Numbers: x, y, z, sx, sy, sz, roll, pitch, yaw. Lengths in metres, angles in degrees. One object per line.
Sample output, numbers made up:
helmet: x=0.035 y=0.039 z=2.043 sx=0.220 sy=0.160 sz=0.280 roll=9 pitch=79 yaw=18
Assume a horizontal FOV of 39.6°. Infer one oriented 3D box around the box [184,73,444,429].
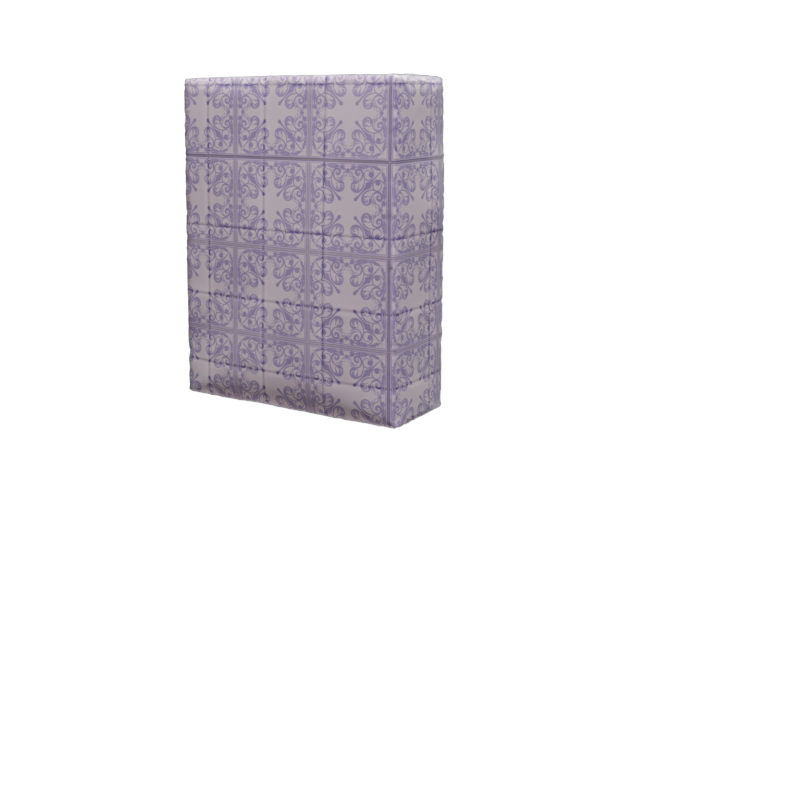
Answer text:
box: x=-0.057 y=-0.103 z=0.723 sx=0.171 sy=0.210 sz=0.070 roll=7 pitch=10 yaw=32
